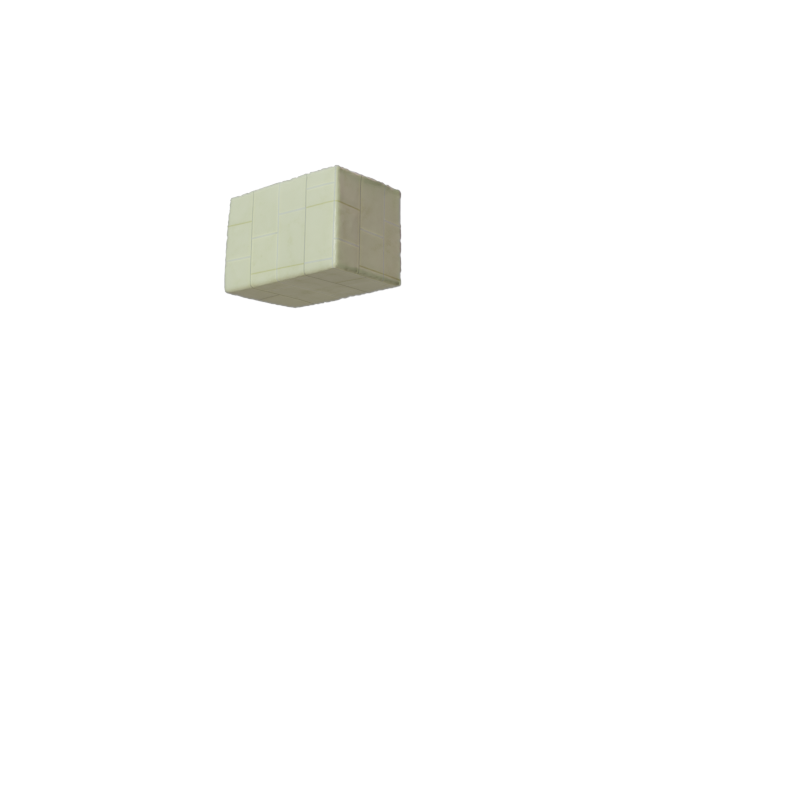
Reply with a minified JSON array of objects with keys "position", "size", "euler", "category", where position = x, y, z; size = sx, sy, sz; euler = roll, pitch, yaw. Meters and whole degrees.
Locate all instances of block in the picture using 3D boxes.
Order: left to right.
[{"position":[-0.044,-0.081,0.566],"size":[0.080,0.053,0.050],"euler":[-9,-15,39],"category":"block"}]
